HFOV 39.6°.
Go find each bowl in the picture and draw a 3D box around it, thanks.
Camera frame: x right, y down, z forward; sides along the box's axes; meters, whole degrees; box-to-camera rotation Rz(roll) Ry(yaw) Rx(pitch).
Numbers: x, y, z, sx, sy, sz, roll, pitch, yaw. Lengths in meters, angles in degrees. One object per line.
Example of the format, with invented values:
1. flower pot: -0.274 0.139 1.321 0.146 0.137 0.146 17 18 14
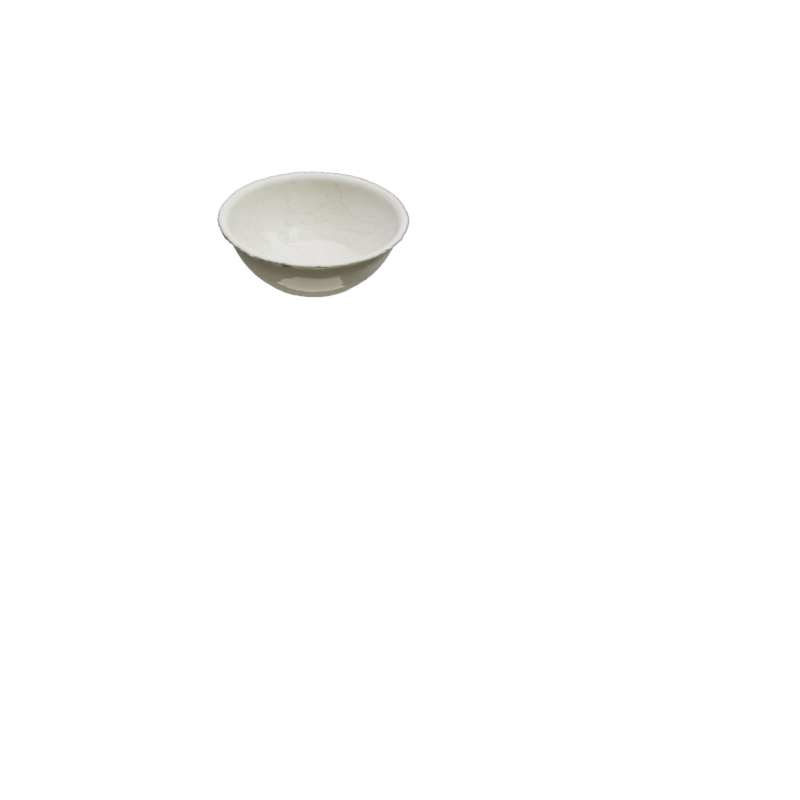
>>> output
1. bowl: -0.074 -0.136 0.950 0.162 0.051 0.173 -1 37 -2
